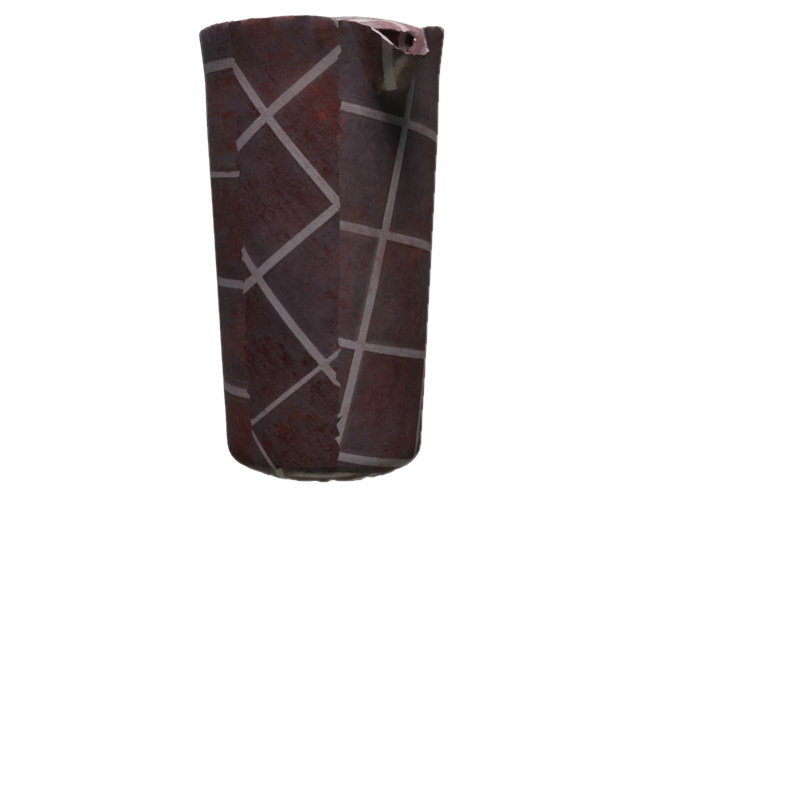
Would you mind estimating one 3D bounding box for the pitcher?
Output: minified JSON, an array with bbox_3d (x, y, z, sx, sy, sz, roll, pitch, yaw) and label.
[{"bbox_3d":[-0.048,-0.088,0.619,0.147,0.241,0.149,1,6,9],"label":"pitcher"}]
